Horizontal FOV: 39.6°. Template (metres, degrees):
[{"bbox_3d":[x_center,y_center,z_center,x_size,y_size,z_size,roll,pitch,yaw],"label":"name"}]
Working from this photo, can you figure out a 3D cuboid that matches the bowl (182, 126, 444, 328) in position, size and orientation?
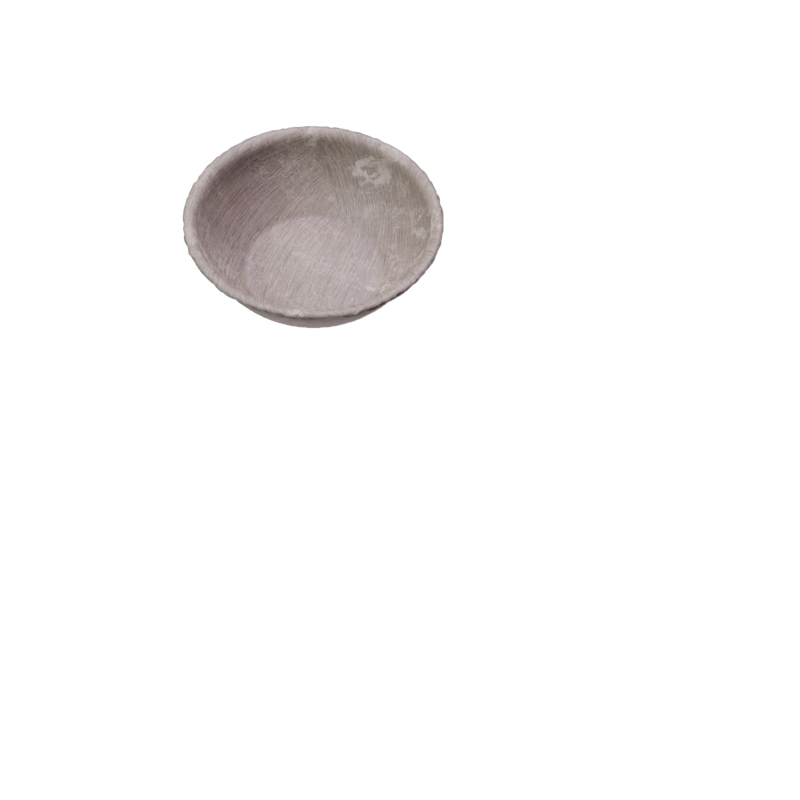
[{"bbox_3d":[-0.055,-0.101,0.705,0.162,0.174,0.051,-1,-37,-1],"label":"bowl"}]
